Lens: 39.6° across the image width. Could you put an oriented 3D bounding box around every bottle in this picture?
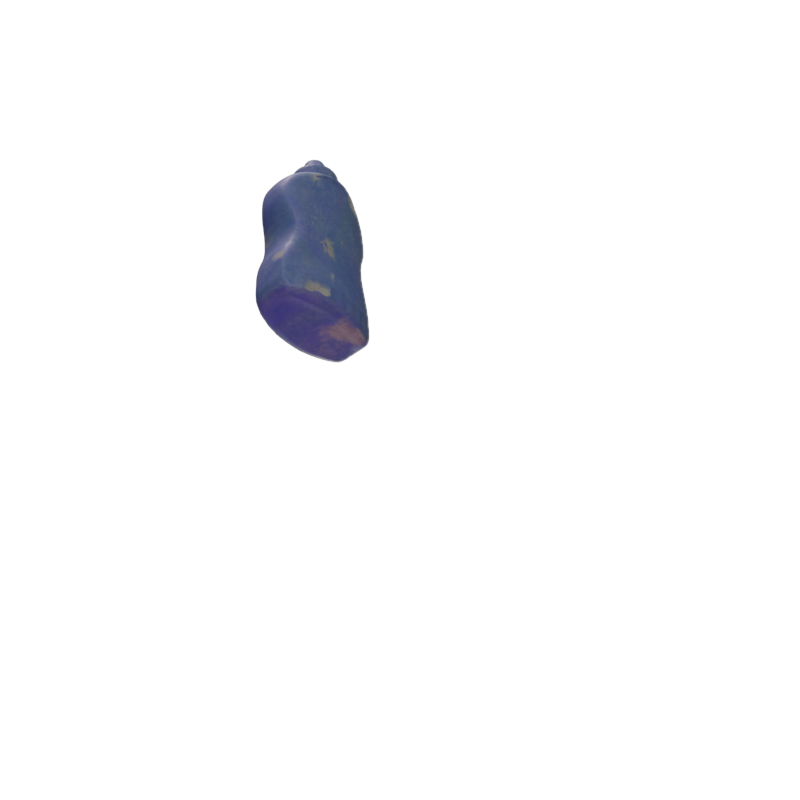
[{"bbox_3d":[-0.069,-0.127,0.890,0.090,0.206,0.058,33,-55,-32],"label":"bottle"}]
